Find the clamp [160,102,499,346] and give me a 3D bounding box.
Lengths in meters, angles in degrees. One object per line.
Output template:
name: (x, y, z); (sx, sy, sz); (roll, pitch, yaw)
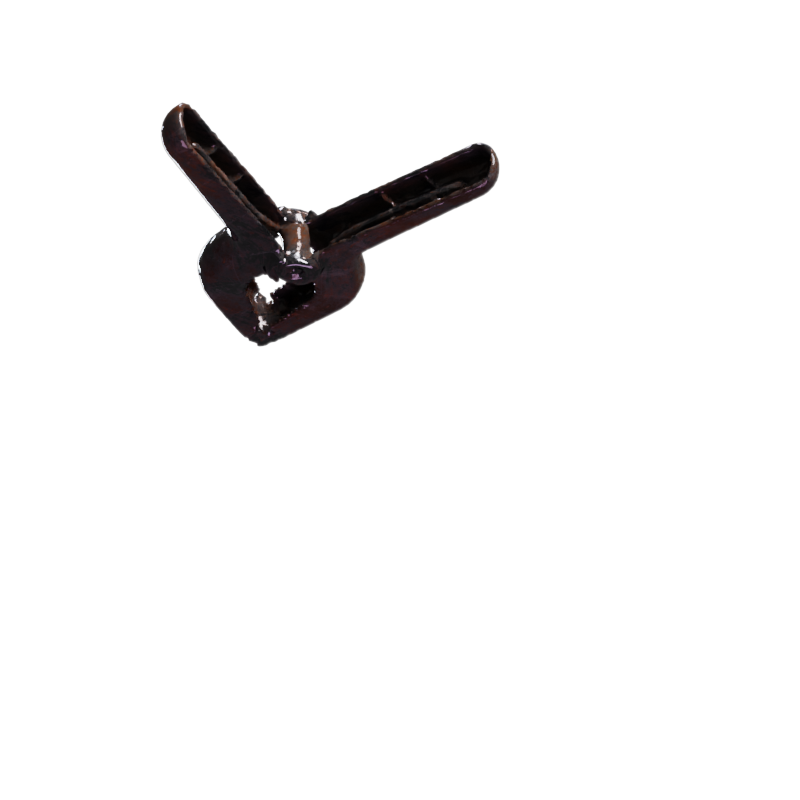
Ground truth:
clamp: (-0.047, -0.086, 0.600); (0.163, 0.039, 0.200); (4, -25, -9)
